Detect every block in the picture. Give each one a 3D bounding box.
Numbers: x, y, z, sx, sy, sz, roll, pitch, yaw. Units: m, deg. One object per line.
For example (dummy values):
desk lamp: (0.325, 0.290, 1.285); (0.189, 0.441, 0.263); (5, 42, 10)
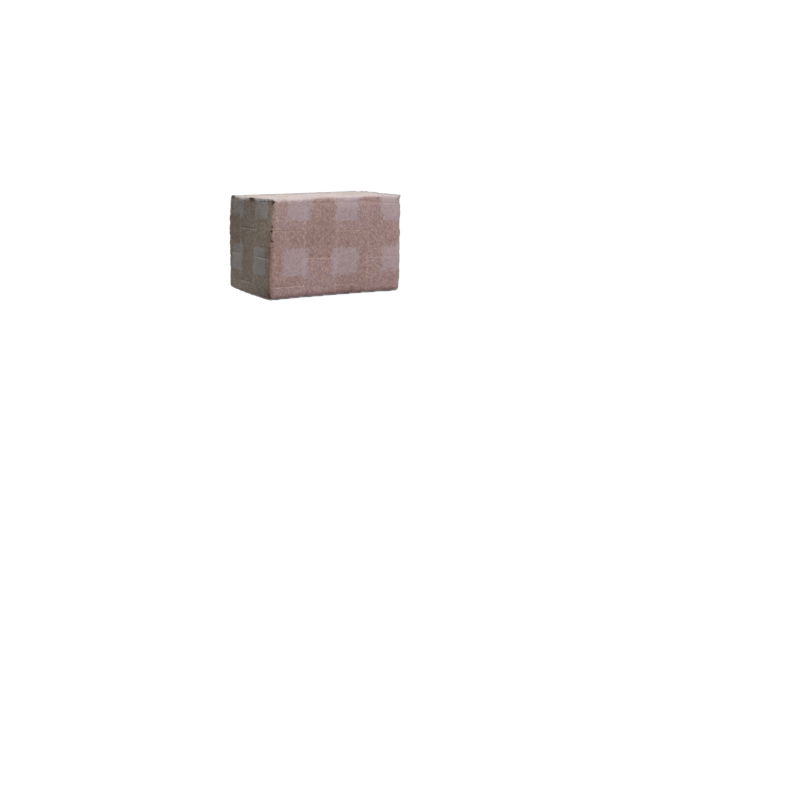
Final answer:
block: (-0.046, -0.084, 0.588); (0.076, 0.050, 0.055); (-7, 13, -30)
